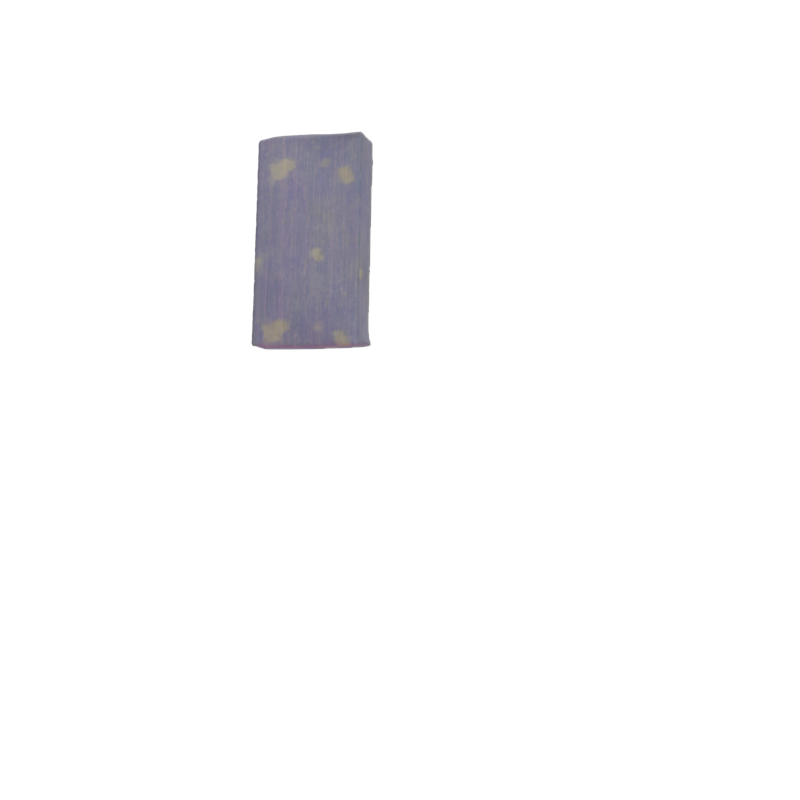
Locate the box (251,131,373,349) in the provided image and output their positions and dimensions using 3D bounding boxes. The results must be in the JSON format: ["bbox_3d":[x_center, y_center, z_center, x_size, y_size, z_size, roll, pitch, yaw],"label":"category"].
[{"bbox_3d":[-0.072,-0.131,0.918,0.095,0.180,0.046,-2,-8,16],"label":"box"}]
